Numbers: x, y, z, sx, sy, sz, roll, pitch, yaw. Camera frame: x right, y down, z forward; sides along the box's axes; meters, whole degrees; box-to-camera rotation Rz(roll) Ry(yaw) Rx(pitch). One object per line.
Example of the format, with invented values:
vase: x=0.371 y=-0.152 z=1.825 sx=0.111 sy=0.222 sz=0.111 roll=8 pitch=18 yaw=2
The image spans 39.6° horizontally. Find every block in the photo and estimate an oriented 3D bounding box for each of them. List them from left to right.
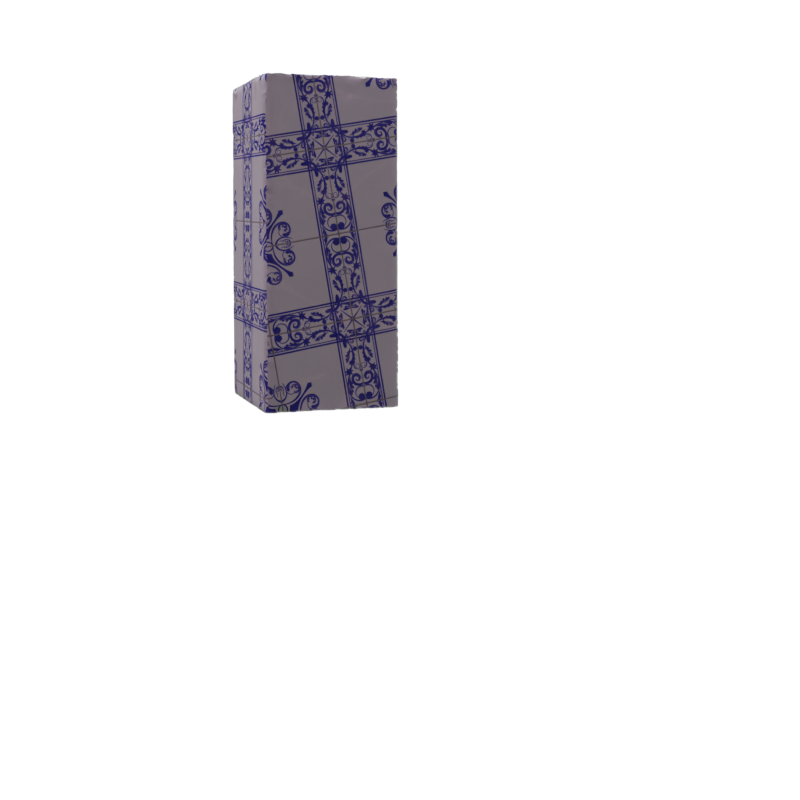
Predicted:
block: x=-0.057 y=-0.103 z=0.724 sx=0.088 sy=0.205 sz=0.093 roll=-1 pitch=3 yaw=-19
